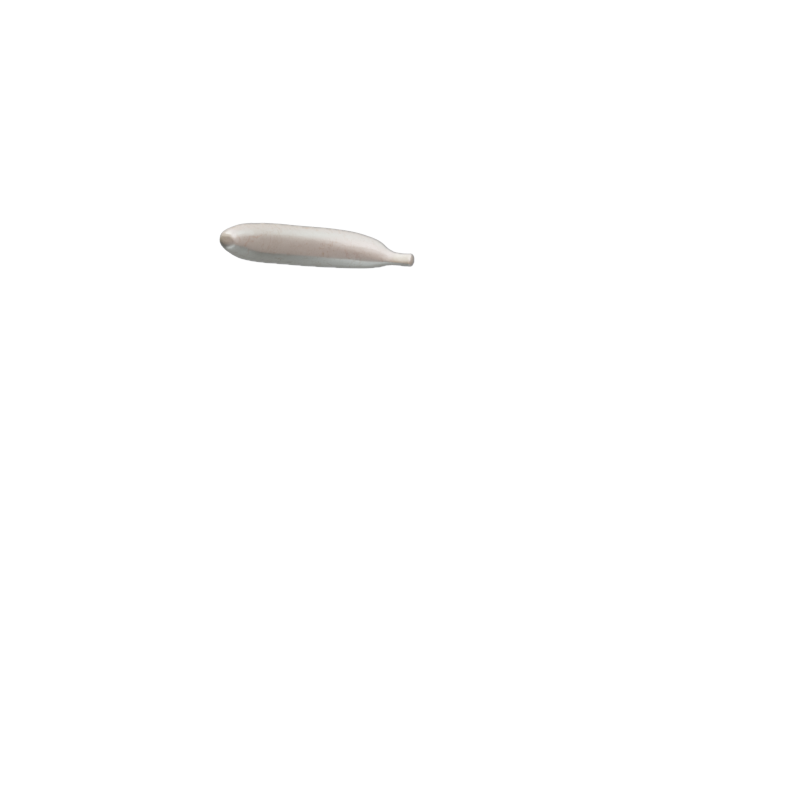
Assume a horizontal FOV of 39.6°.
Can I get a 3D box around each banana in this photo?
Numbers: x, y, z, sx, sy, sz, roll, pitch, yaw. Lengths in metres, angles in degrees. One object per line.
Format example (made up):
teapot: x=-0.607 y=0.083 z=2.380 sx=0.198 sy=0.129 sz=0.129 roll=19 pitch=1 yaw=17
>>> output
banana: x=-0.085 y=-0.142 z=1.007 sx=0.190 sy=0.037 sz=0.071 roll=0 pitch=-1 yaw=-32
